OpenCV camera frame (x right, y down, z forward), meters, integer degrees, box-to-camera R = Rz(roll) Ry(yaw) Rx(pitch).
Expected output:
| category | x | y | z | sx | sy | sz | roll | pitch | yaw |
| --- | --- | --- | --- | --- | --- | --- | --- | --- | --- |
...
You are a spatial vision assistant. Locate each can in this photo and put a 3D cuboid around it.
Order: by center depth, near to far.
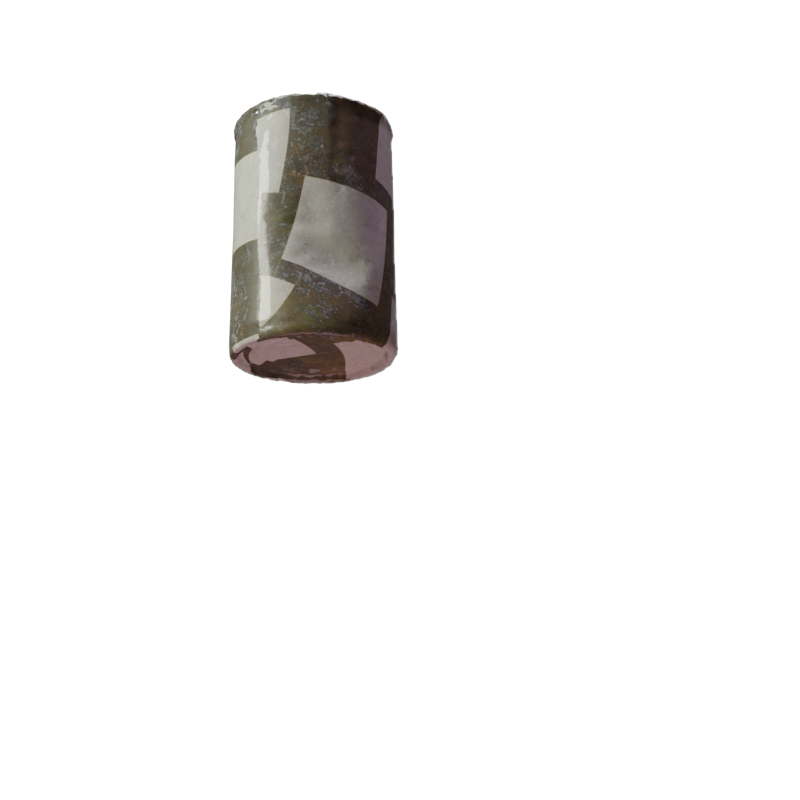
| category | x | y | z | sx | sy | sz | roll | pitch | yaw |
| --- | --- | --- | --- | --- | --- | --- | --- | --- | --- |
| can | -0.036 | -0.065 | 0.455 | 0.068 | 0.107 | 0.065 | 0 | -21 | -2 |
